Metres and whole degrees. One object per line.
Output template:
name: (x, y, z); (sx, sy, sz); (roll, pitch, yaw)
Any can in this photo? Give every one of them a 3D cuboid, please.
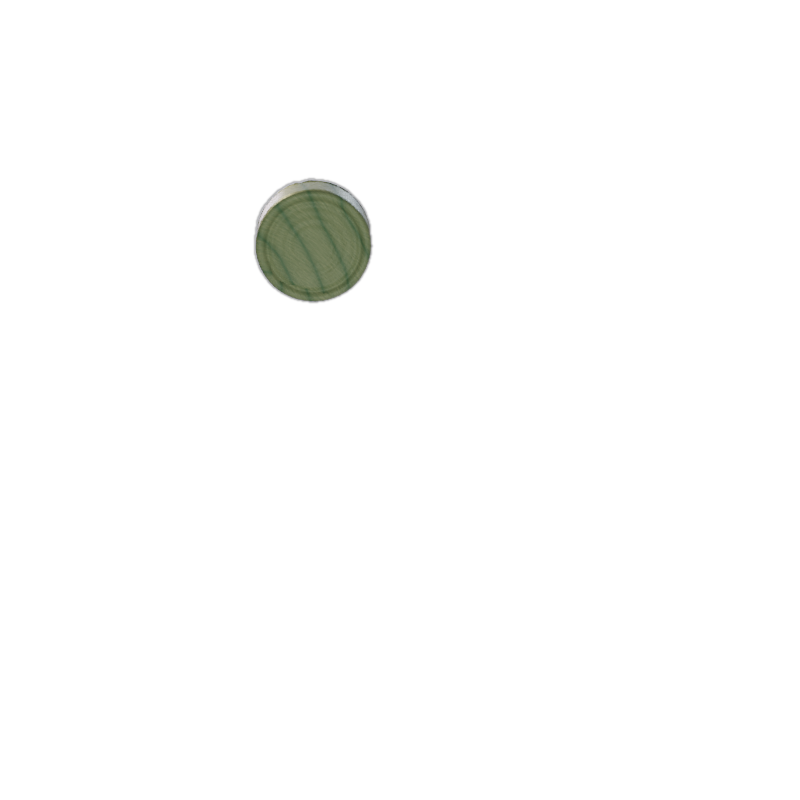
can: (-0.063, -0.116, 0.810); (0.086, 0.083, 0.035); (0, 17, -1)
